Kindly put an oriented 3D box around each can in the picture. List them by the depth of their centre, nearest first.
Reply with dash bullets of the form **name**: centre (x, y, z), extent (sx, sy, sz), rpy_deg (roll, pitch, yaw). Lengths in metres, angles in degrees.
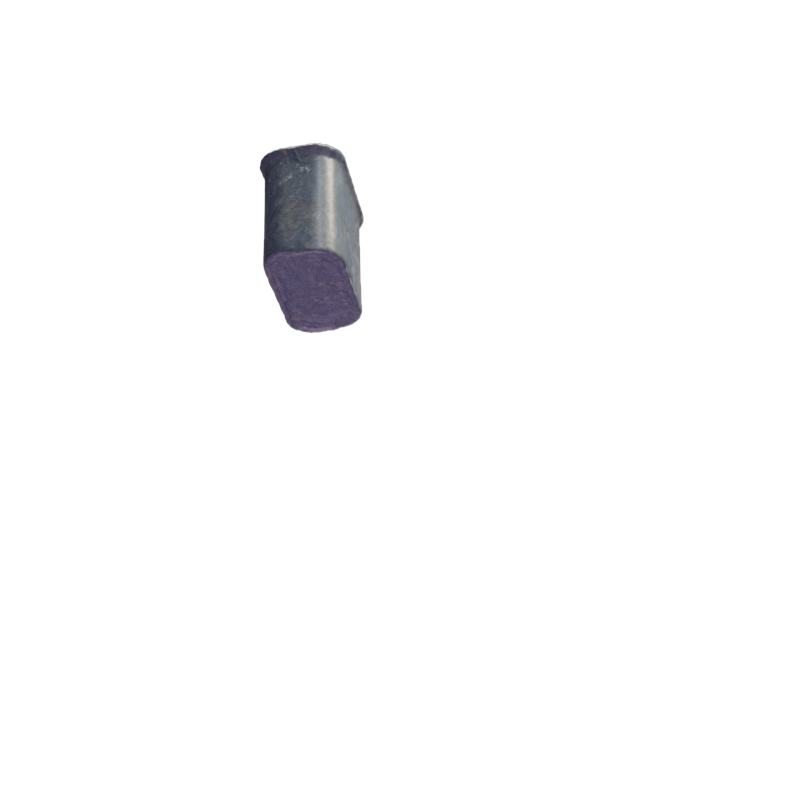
- **can**: centre (-0.057, -0.105, 0.734), extent (0.058, 0.089, 0.094), rpy_deg (-7, -32, 8)
